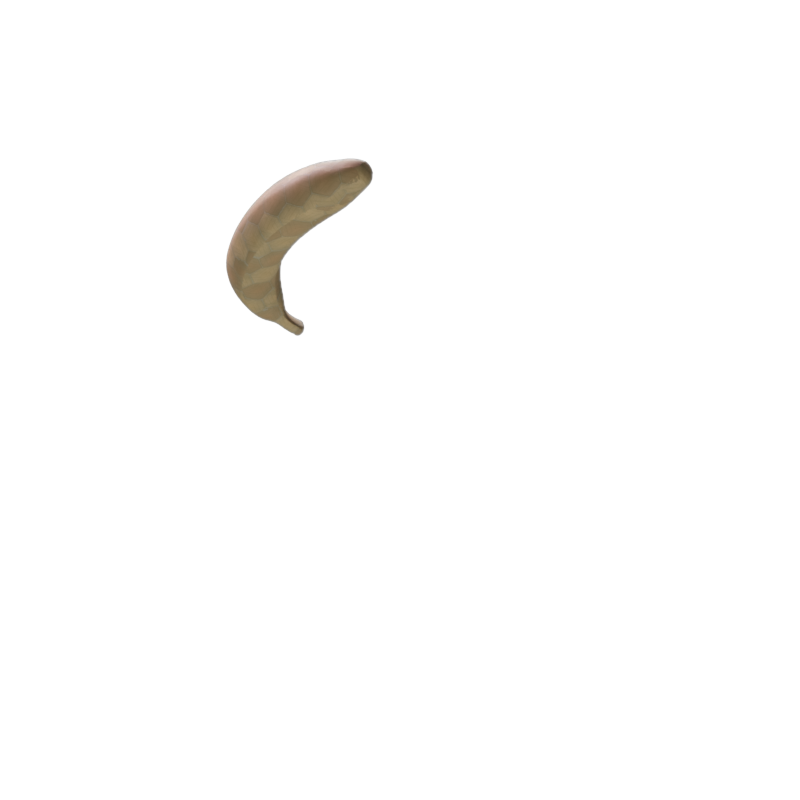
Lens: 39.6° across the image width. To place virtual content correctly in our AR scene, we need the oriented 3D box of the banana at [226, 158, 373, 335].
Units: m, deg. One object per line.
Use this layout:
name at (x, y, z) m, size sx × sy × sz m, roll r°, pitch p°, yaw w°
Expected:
banana at (-0.076, -0.105, 0.736) m, size 0.068 × 0.039 × 0.190 m, roll 8°, pitch -28°, yaw -15°
